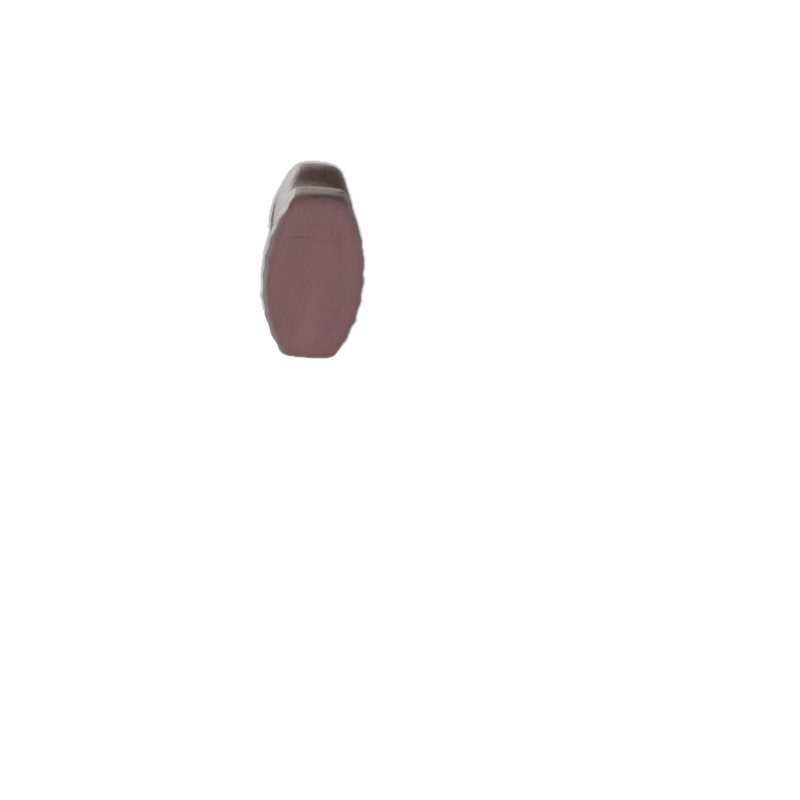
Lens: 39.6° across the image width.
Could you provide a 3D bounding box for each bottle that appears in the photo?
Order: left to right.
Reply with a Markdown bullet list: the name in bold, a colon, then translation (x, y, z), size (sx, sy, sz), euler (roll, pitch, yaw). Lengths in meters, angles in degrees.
- **bottle**: translation (-0.056, -0.101, 0.708), size (0.058, 0.092, 0.200), euler (2, 20, -5)
